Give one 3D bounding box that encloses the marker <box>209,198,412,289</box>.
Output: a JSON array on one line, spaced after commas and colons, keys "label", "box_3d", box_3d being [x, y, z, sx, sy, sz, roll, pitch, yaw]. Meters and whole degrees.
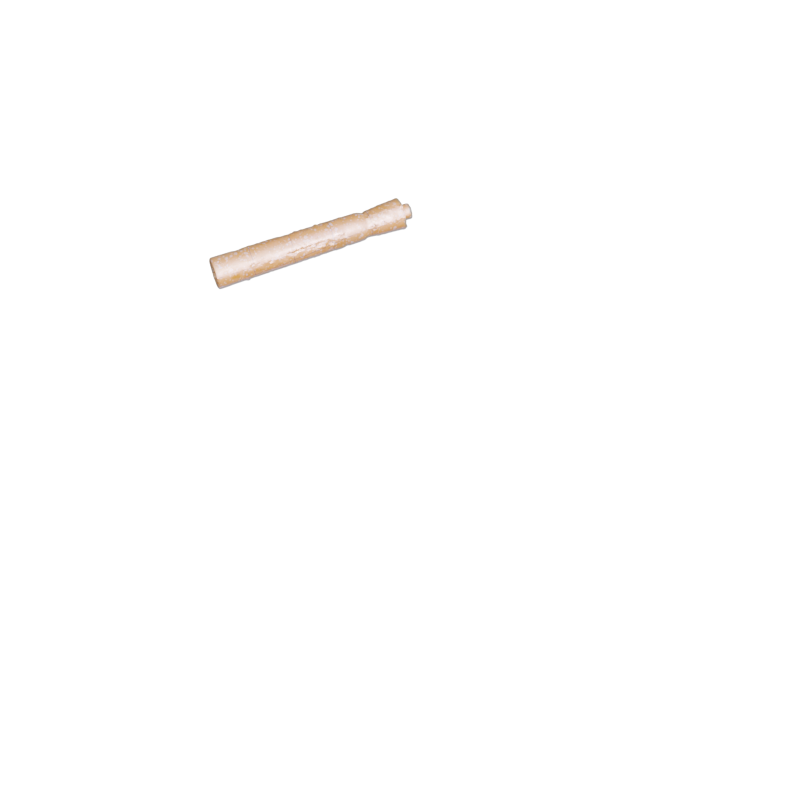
[{"label": "marker", "box_3d": [-0.050, -0.092, 0.641, 0.120, 0.019, 0.020, -19, 8, -10]}]
